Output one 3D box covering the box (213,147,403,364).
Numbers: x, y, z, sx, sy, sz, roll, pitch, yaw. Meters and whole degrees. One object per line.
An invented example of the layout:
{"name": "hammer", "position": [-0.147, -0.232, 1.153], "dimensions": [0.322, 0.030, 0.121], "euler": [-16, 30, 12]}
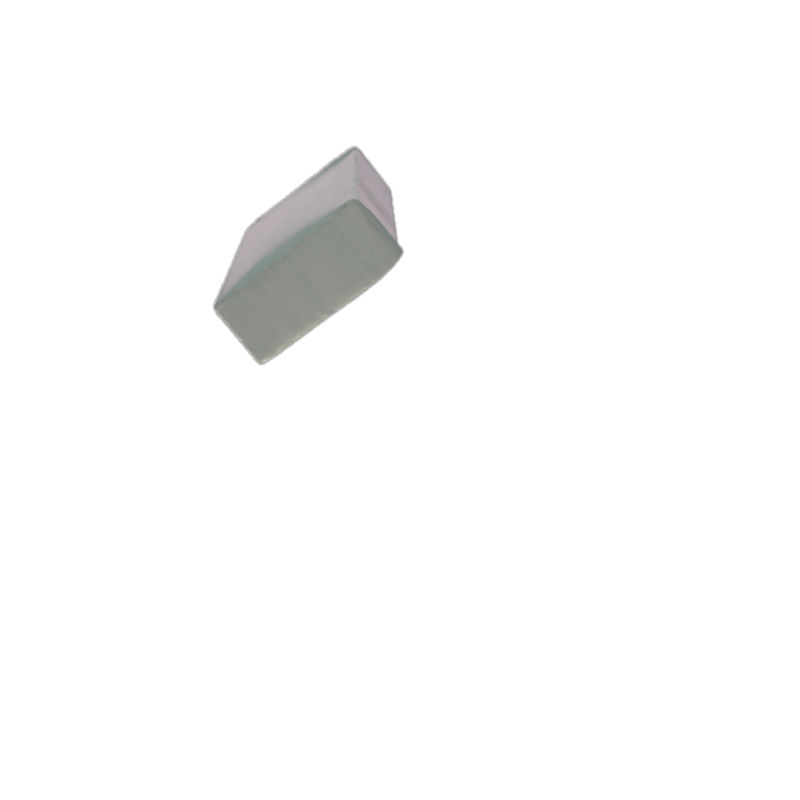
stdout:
{"name": "box", "position": [-0.049, -0.090, 0.627], "dimensions": [0.093, 0.046, 0.184], "euler": [-36, 20, 10]}
